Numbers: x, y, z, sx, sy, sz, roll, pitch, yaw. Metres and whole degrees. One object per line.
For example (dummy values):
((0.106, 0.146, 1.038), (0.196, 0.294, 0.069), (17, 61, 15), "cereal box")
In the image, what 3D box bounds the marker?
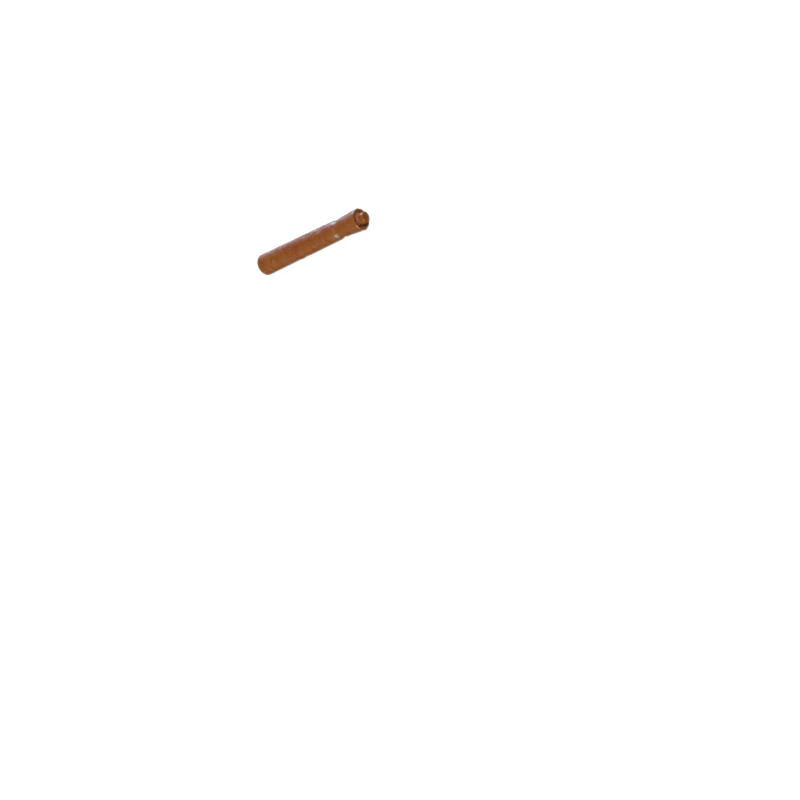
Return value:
((-0.072, -0.131, 0.918), (0.122, 0.020, 0.019), (-18, -9, 39), "marker")
